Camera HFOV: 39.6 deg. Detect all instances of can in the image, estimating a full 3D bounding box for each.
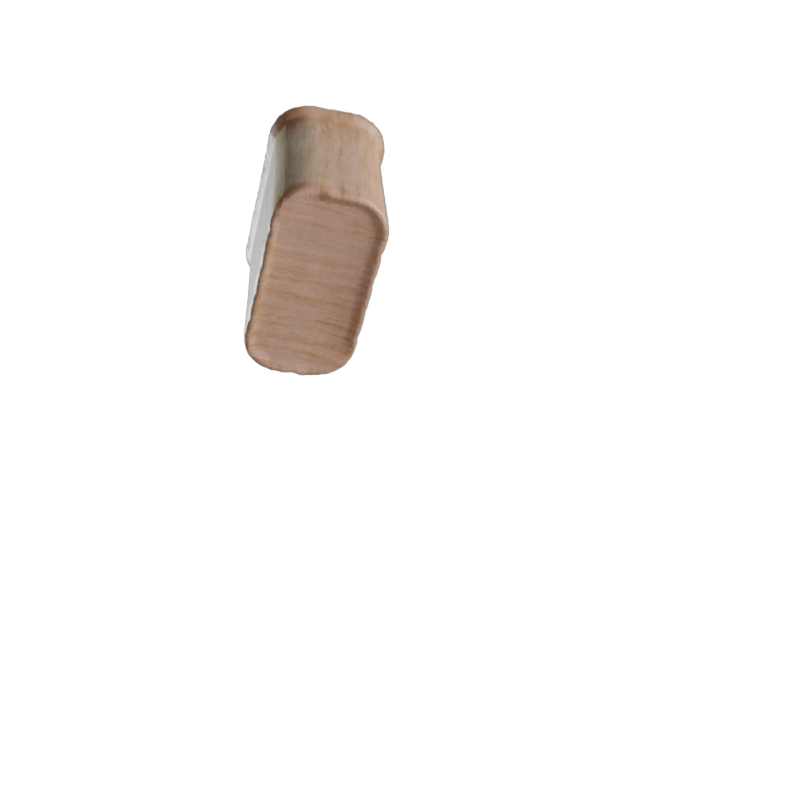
[{"bbox_3d":[-0.041,-0.074,0.521,0.057,0.097,0.089,10,32,-10],"label":"can"}]
